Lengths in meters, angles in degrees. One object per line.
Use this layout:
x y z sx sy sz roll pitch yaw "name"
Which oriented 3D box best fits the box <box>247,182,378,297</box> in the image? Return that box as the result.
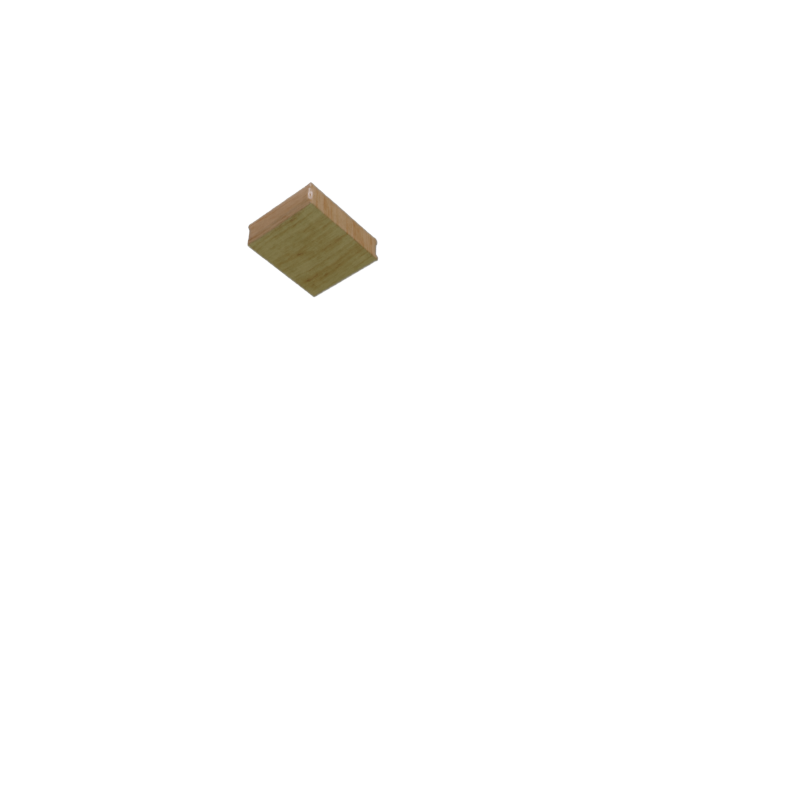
-0.074 -0.135 0.944 0.073 0.032 0.083 -30 -50 29 "box"
